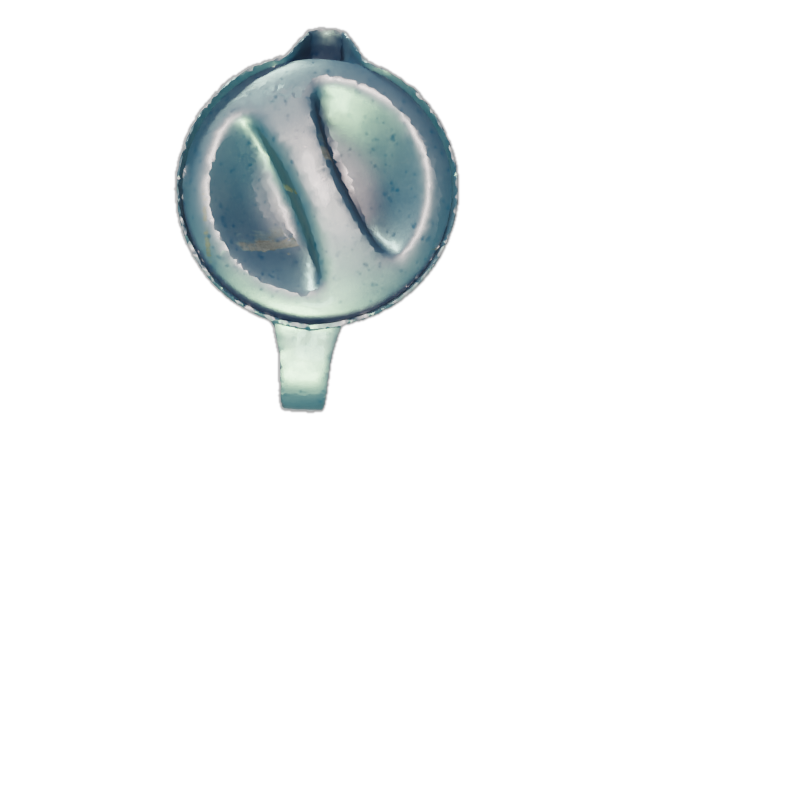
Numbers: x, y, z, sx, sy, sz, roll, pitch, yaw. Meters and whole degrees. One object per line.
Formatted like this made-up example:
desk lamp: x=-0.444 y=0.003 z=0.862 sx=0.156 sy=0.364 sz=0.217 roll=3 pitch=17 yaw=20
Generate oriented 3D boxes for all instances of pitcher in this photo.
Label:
pitcher: x=-0.049 y=-0.090 z=0.632 sx=0.149 sy=0.146 sz=0.241 roll=-43 pitch=1 yaw=-4
